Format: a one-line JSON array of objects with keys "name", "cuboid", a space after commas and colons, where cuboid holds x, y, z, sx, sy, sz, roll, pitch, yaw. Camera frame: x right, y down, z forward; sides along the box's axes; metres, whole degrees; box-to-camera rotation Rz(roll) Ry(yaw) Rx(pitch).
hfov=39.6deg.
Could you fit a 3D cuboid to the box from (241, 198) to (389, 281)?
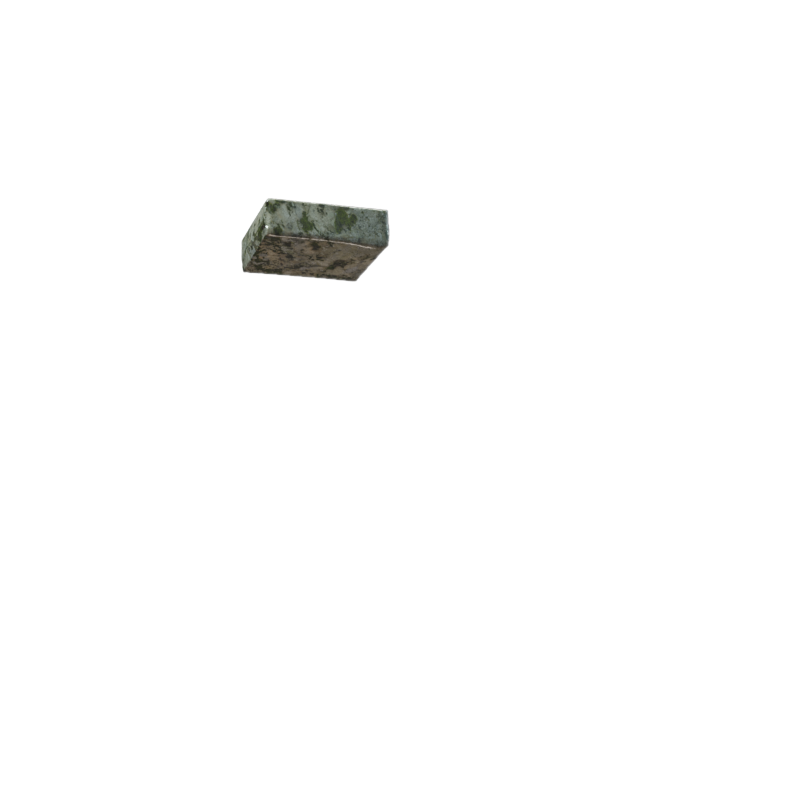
[{"name": "box", "cuboid": [-0.077, -0.140, 0.982, 0.111, 0.041, 0.088, 5, -18, -18]}]
